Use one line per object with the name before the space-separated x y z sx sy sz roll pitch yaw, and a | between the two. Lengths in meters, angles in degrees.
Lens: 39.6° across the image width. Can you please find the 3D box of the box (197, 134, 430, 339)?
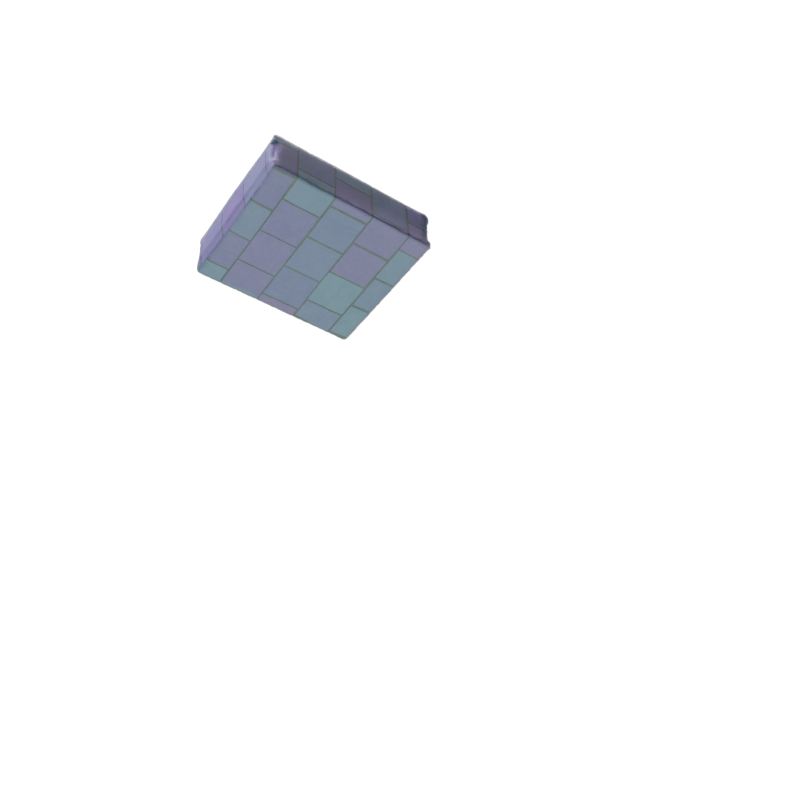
box | -0.042 -0.076 0.535 0.085 0.032 0.071 25 -53 -21
